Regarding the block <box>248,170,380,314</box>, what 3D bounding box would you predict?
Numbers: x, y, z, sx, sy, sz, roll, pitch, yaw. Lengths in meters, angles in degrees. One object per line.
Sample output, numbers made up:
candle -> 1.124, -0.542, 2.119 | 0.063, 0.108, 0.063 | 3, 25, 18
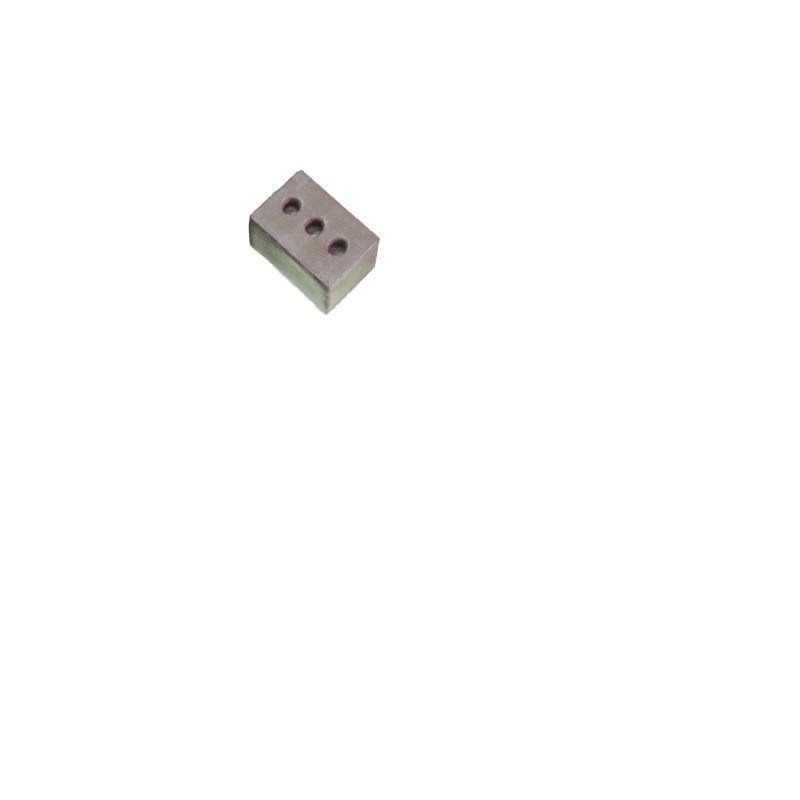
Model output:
block -> -0.060, -0.109, 0.765 | 0.081, 0.053, 0.049 | 42, -17, 14
